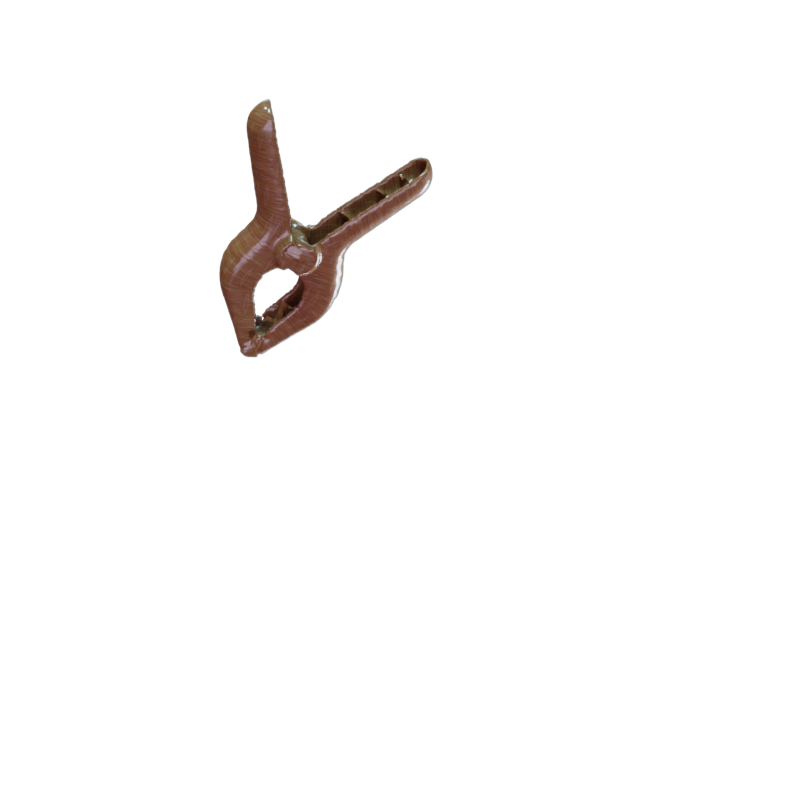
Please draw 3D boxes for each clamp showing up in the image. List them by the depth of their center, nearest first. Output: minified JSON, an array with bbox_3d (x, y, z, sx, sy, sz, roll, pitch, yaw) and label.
[{"bbox_3d":[-0.055,-0.100,0.701,0.118,0.164,0.042,14,31,-9],"label":"clamp"}]
